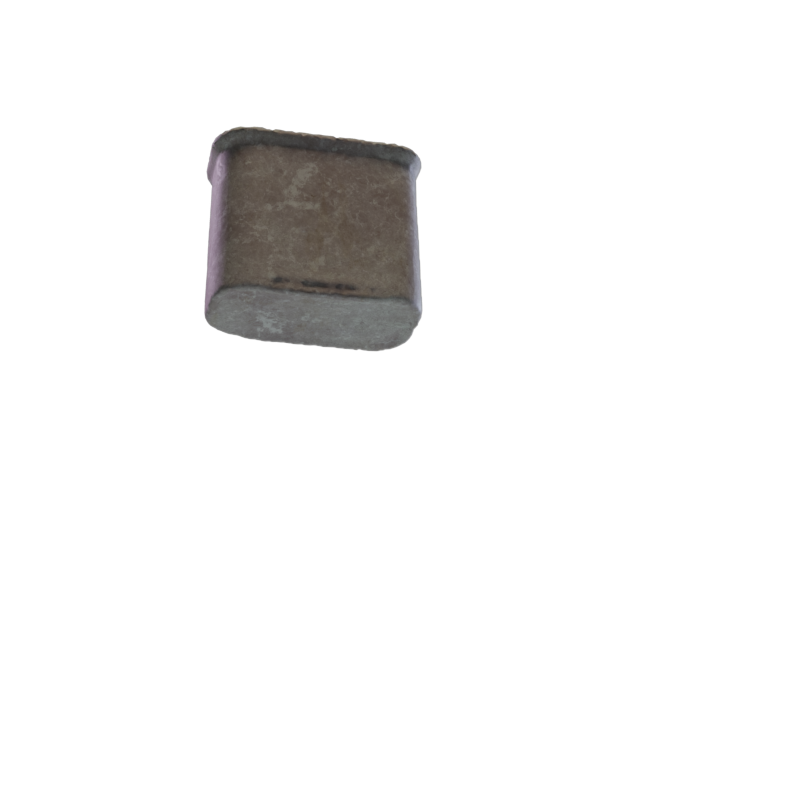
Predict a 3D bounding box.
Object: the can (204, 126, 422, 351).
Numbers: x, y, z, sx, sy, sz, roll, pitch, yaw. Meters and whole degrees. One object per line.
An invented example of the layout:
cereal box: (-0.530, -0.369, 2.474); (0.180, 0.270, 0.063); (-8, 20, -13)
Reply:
can: (-0.040, -0.074, 0.517); (0.100, 0.089, 0.055); (5, -28, -11)
